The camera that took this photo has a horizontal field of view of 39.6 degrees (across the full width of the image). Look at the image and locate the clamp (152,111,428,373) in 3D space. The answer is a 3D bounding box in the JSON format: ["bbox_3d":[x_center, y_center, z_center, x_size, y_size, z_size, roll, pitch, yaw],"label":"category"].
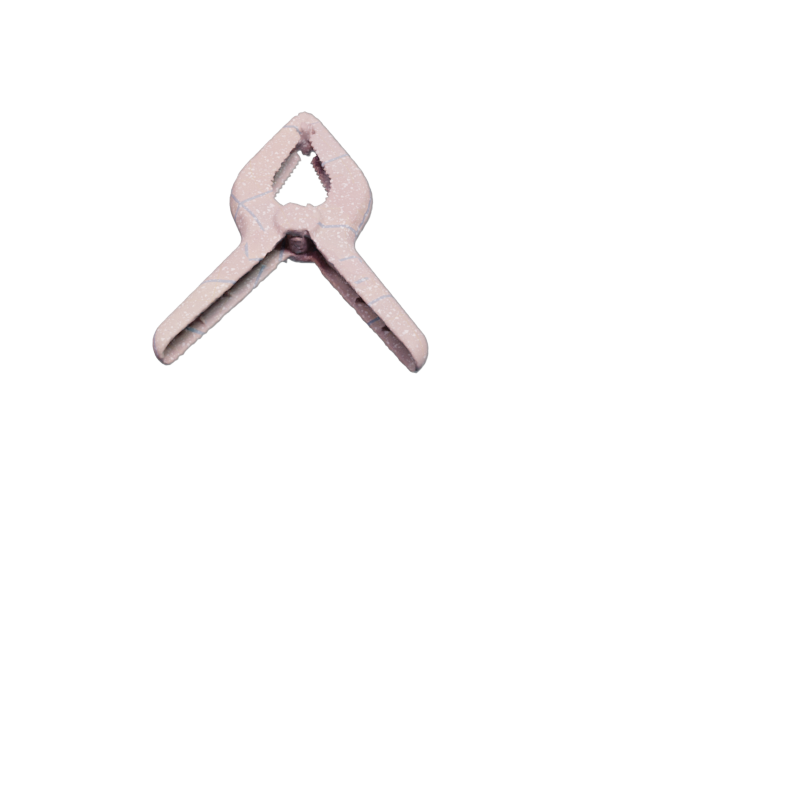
[{"bbox_3d":[-0.056,-0.102,0.717,0.166,0.223,0.034,6,-36,5],"label":"clamp"}]
